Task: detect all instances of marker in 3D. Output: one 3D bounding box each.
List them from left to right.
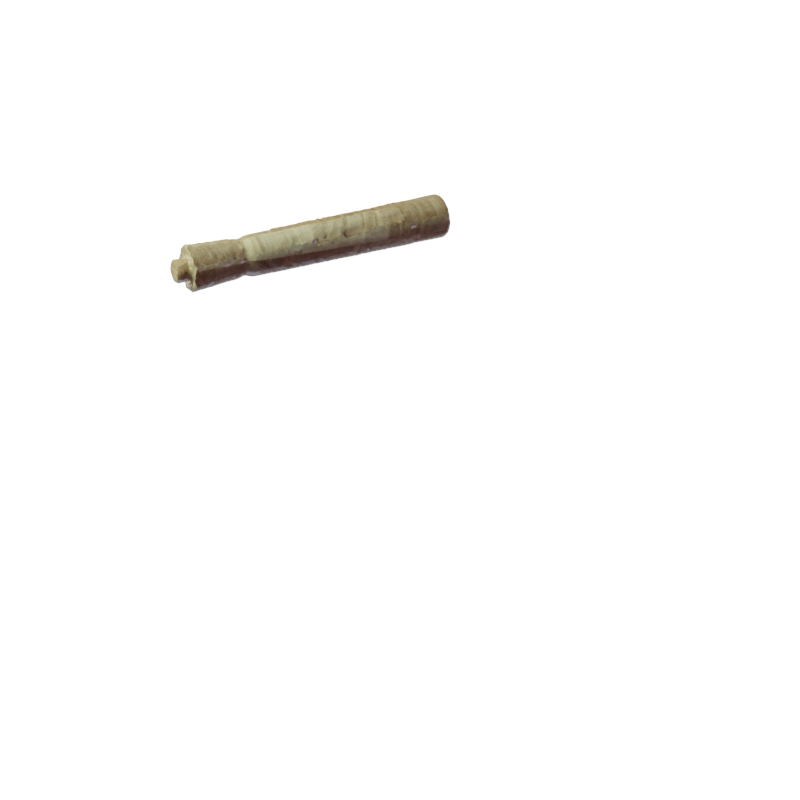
[{"bbox_3d":[-0.036,-0.065,0.455,0.119,0.019,0.020,-16,10,-23],"label":"marker"}]
